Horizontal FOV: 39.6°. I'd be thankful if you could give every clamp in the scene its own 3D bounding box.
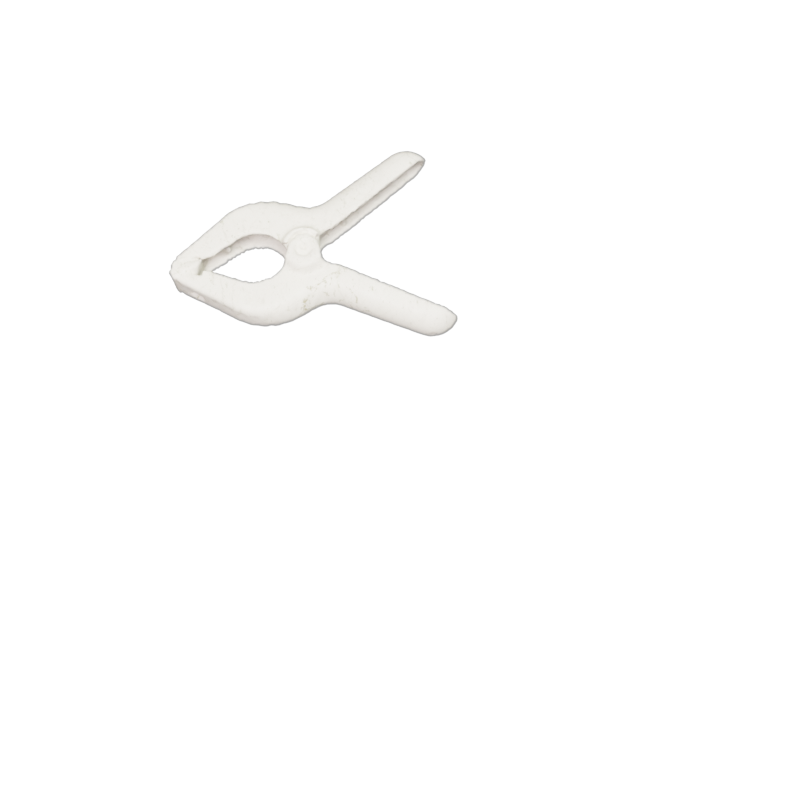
[{"bbox_3d":[-0.053,-0.097,0.679,0.171,0.127,0.037,0,-28,0],"label":"clamp"}]
